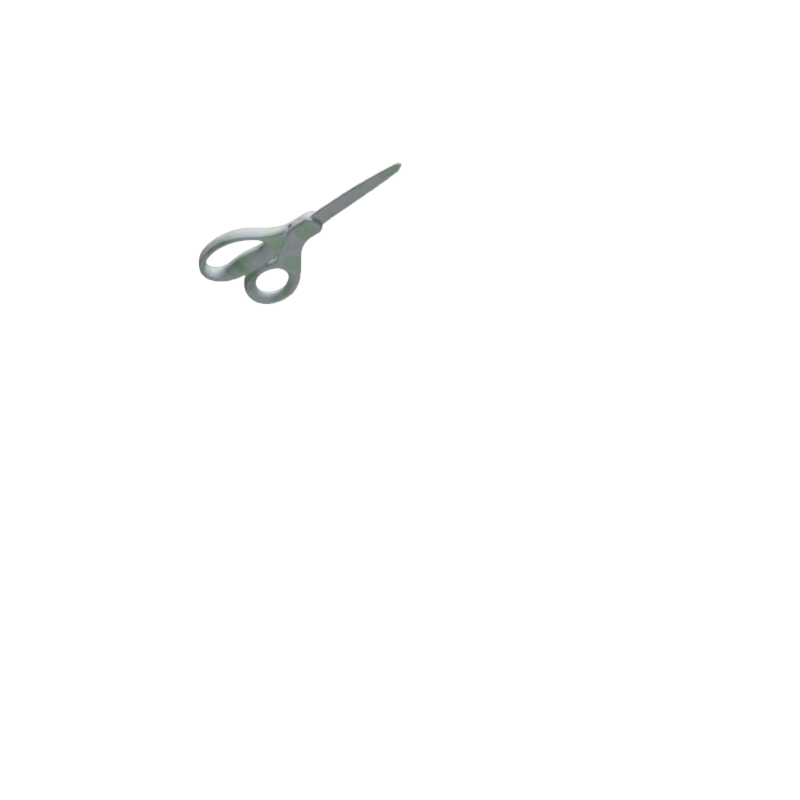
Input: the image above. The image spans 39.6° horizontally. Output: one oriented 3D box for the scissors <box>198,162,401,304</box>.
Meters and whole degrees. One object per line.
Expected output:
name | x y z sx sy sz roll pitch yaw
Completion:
scissors | -0.072 -0.132 0.926 0.203 0.017 0.089 -17 -42 19
